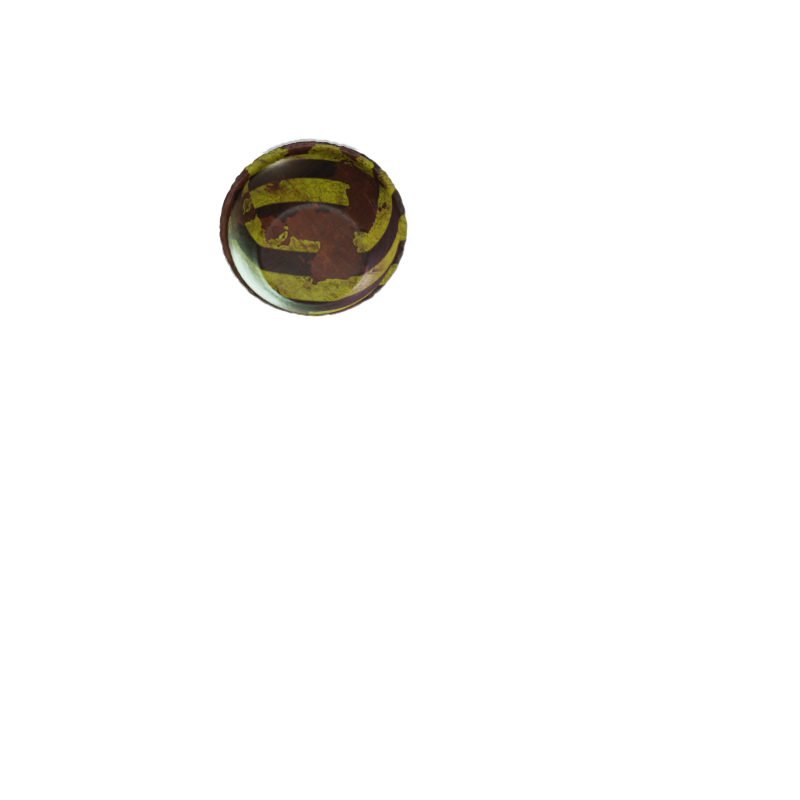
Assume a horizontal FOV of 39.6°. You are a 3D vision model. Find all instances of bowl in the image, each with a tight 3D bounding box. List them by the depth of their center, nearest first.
[{"bbox_3d":[-0.073,-0.133,0.930,0.162,0.154,0.058,1,24,-1],"label":"bowl"}]
